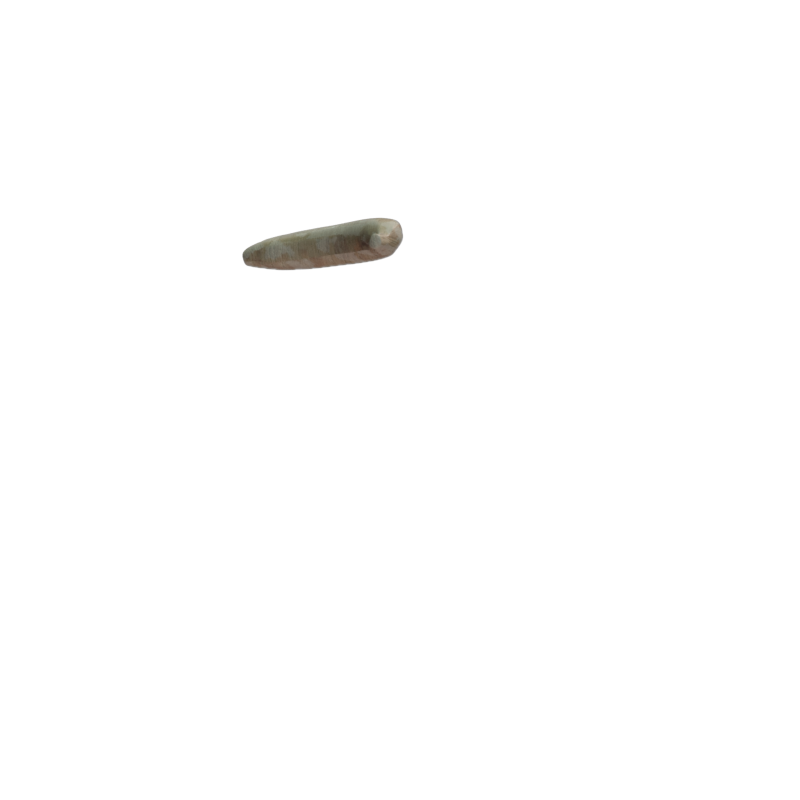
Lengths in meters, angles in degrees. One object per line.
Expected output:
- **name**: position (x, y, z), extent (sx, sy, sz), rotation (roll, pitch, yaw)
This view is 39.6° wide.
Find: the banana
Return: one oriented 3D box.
- **banana**: position (-0.060, -0.139, 0.980), extent (0.067, 0.037, 0.204), rotation (2, -2, -40)
